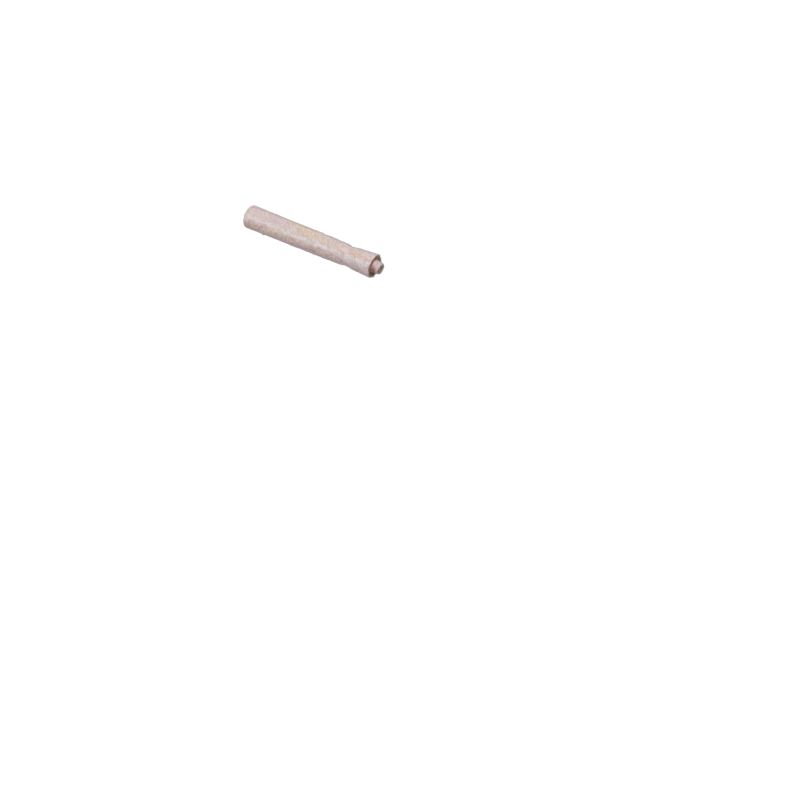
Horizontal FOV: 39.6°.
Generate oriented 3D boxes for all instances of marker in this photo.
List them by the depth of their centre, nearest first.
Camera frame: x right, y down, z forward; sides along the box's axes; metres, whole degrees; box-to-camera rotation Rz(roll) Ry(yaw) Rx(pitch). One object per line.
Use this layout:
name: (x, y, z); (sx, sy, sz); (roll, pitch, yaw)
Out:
marker: (-0.066, -0.120, 0.840); (0.127, 0.019, 0.019); (25, 14, 26)
